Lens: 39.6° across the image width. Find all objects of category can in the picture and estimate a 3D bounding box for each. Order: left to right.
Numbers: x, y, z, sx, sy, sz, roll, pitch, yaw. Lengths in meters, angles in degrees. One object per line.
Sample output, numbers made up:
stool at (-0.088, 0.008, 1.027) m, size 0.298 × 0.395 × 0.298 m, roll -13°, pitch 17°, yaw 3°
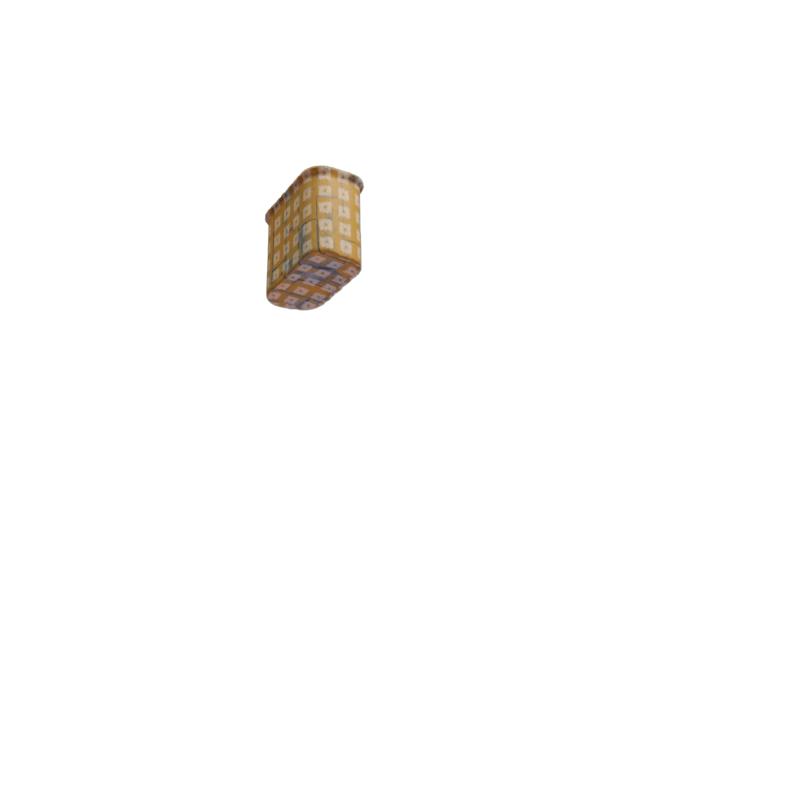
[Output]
can at (-0.073, -0.133, 0.930) m, size 0.055 × 0.089 × 0.100 m, roll 16°, pitch -32°, yaw -28°
